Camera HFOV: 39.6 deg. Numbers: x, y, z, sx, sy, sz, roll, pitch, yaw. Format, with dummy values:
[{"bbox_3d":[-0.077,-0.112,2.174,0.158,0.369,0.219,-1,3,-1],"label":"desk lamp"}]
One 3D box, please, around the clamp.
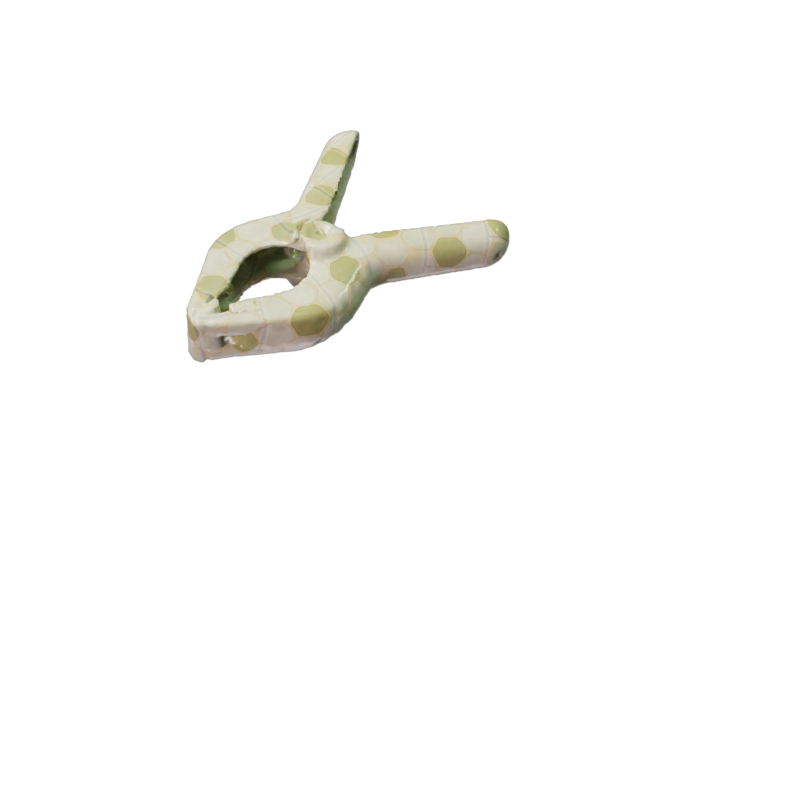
[{"bbox_3d":[-0.044,-0.080,0.559,0.171,0.037,0.129,-27,48,-27],"label":"clamp"}]
